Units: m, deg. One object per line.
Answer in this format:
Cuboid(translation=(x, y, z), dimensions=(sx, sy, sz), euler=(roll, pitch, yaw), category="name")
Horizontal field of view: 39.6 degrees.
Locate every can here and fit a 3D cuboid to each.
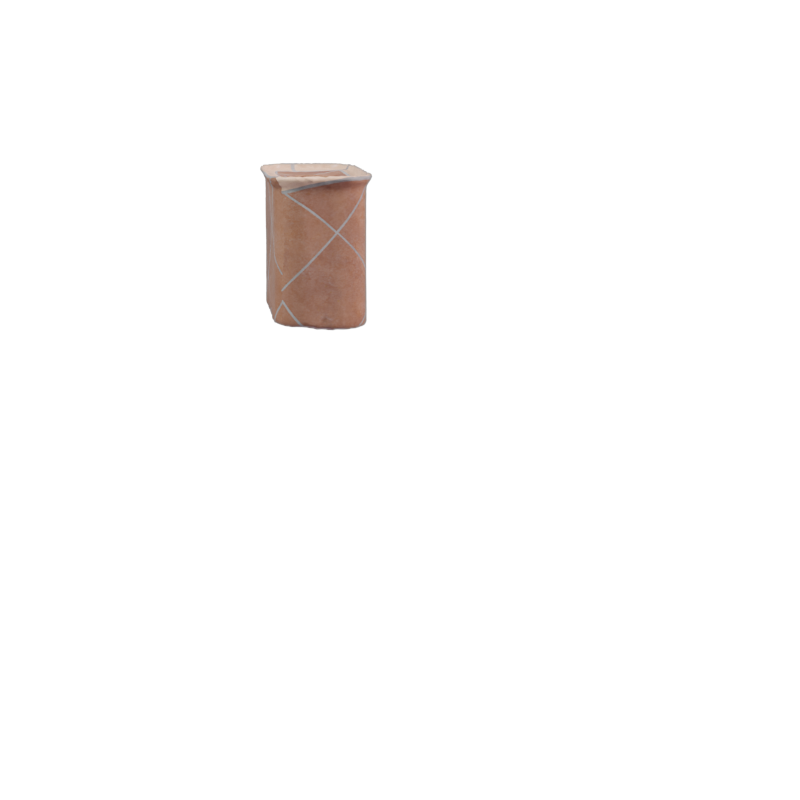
Cuboid(translation=(-0.050, -0.091, 0.636), dimensions=(0.057, 0.082, 0.106), euler=(-1, 13, -9), category="can")
